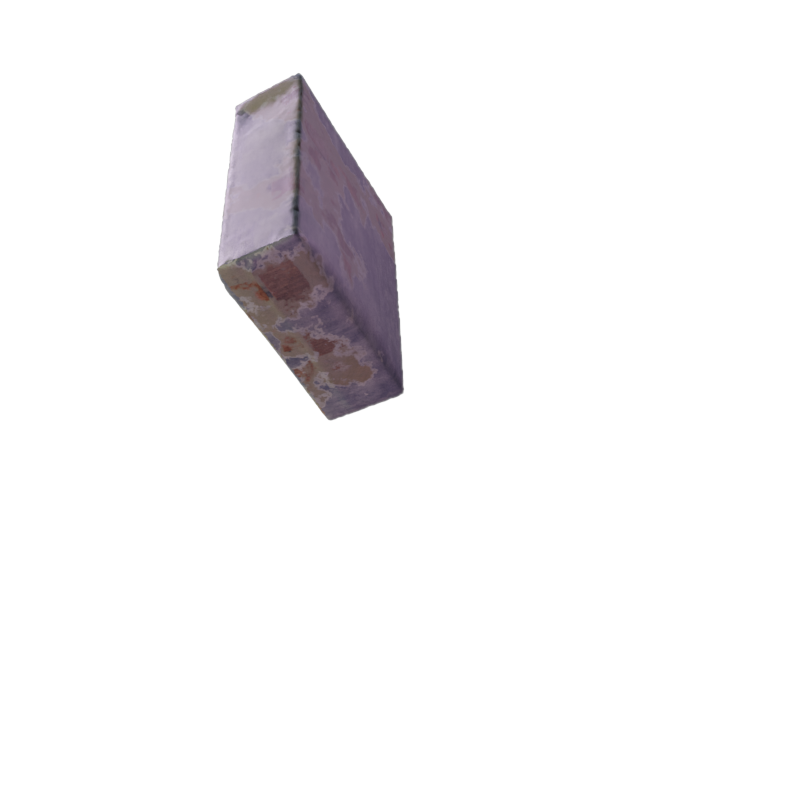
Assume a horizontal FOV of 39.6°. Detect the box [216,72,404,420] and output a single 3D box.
[{"bbox_3d":[-0.065,-0.119,0.836,0.072,0.229,0.152,-23,-51,16],"label":"box"}]
